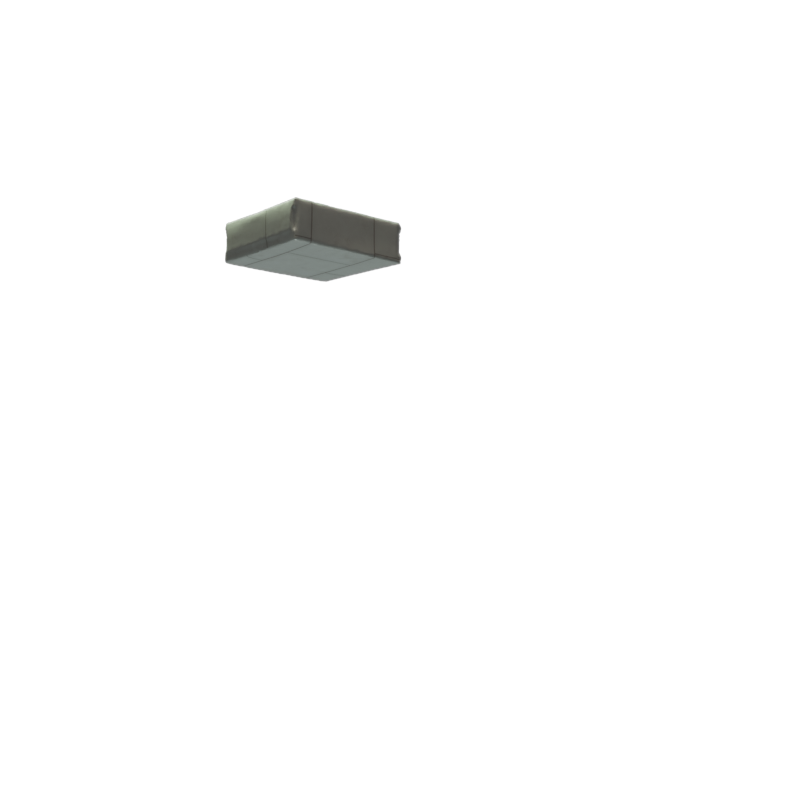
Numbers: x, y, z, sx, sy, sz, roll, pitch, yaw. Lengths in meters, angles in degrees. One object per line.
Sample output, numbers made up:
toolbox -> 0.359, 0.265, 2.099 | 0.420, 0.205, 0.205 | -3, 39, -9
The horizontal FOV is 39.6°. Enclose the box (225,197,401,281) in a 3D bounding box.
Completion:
box -> -0.055, -0.101, 0.707 | 0.085, 0.031, 0.075 | 7, -11, -41
